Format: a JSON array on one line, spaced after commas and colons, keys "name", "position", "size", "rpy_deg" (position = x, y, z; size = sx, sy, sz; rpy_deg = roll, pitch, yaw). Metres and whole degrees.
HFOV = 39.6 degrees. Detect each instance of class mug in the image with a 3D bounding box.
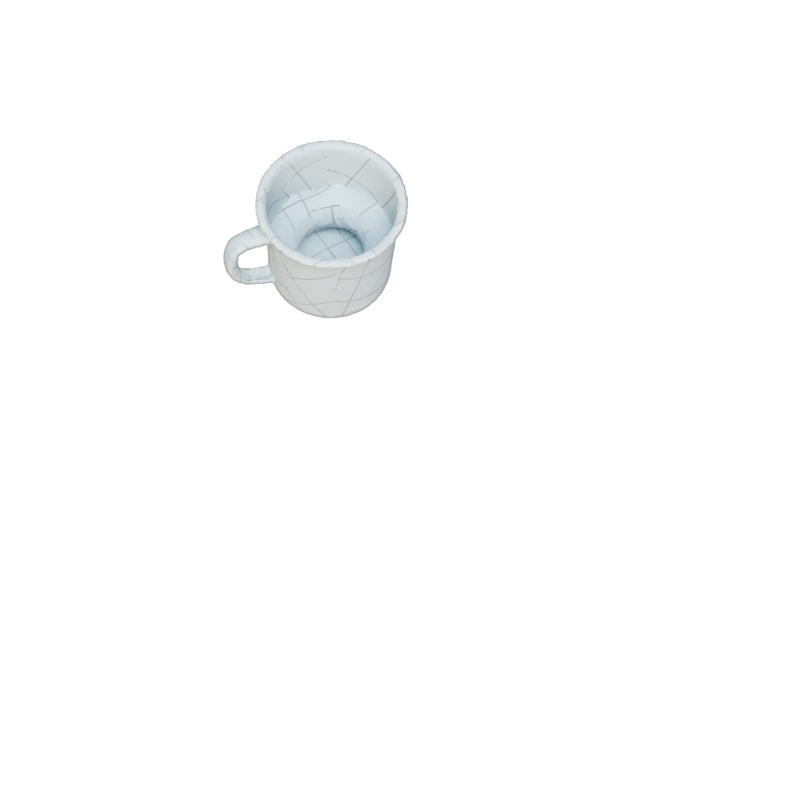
[{"name": "mug", "position": [-0.055, -0.101, 0.704], "size": [0.116, 0.100, 0.077], "rpy_deg": [-20, -26, -12]}]
